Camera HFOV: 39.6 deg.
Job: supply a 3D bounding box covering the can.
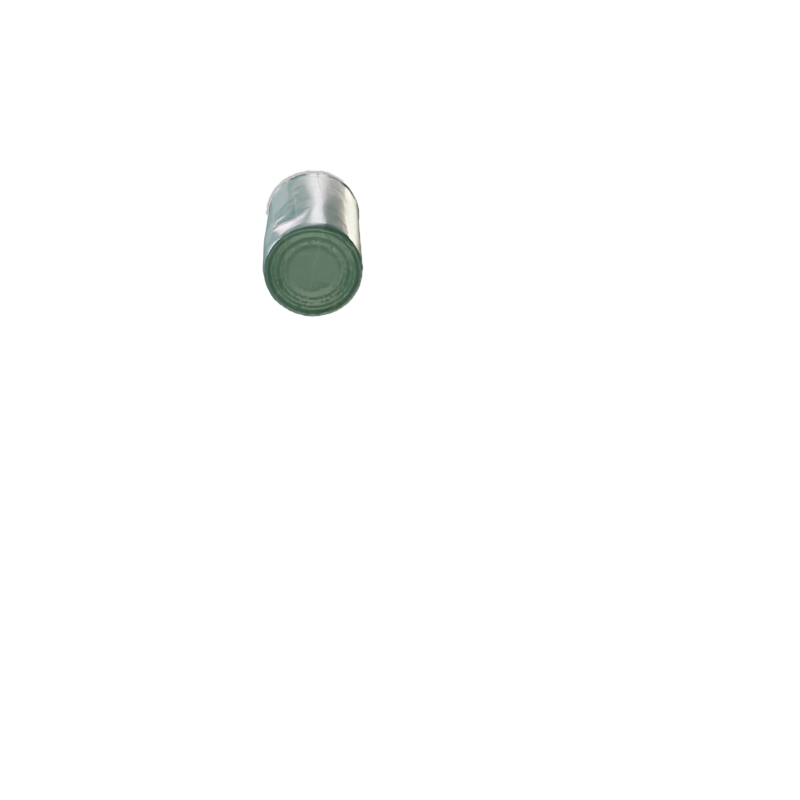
[{"bbox_3d":[-0.061,-0.111,0.774,0.068,0.065,0.108,0,29,-3],"label":"can"}]
